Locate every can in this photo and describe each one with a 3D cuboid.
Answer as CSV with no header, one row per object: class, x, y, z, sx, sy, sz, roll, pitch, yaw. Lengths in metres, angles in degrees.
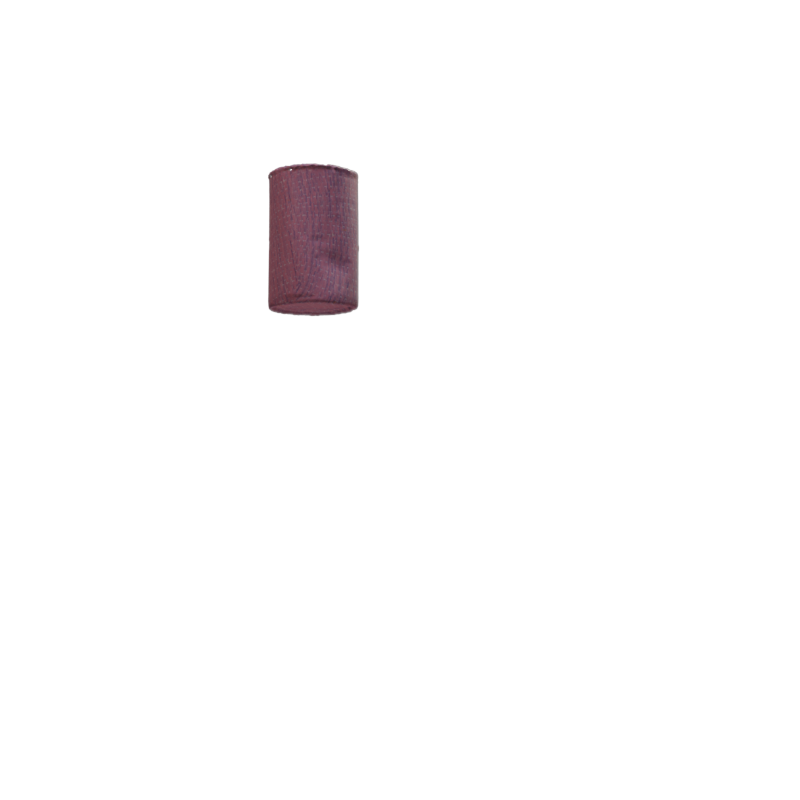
can,-0.064,-0.117,0.822,0.068,0.105,0.067,0,-9,-2
